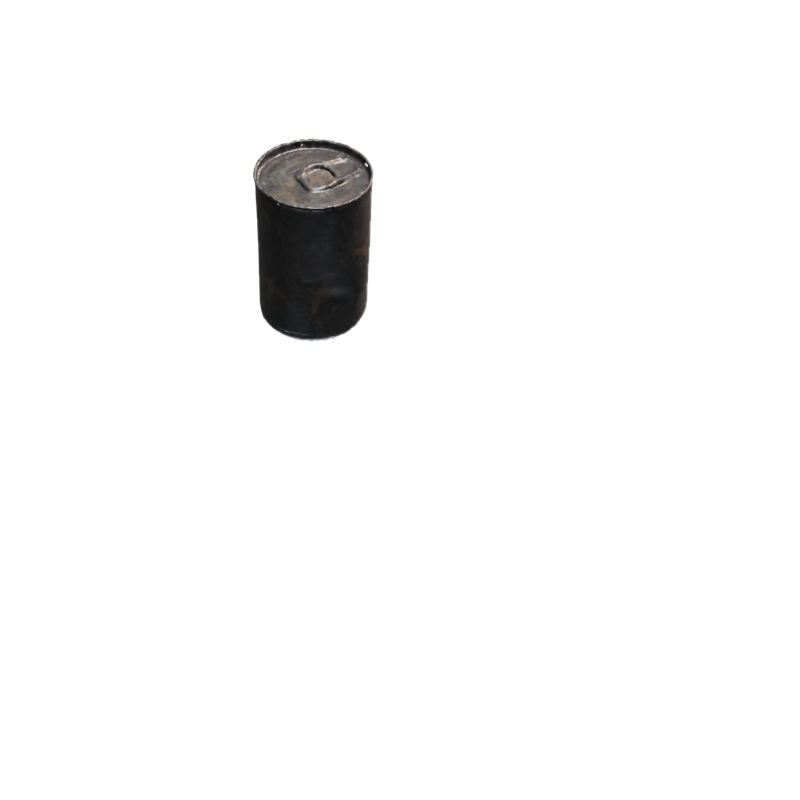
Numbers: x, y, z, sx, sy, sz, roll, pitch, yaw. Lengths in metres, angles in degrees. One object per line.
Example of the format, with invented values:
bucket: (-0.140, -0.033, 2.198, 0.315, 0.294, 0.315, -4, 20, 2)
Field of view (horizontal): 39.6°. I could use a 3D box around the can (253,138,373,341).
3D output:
can: (-0.051, -0.094, 0.657, 0.068, 0.095, 0.074, 0, 43, -3)
